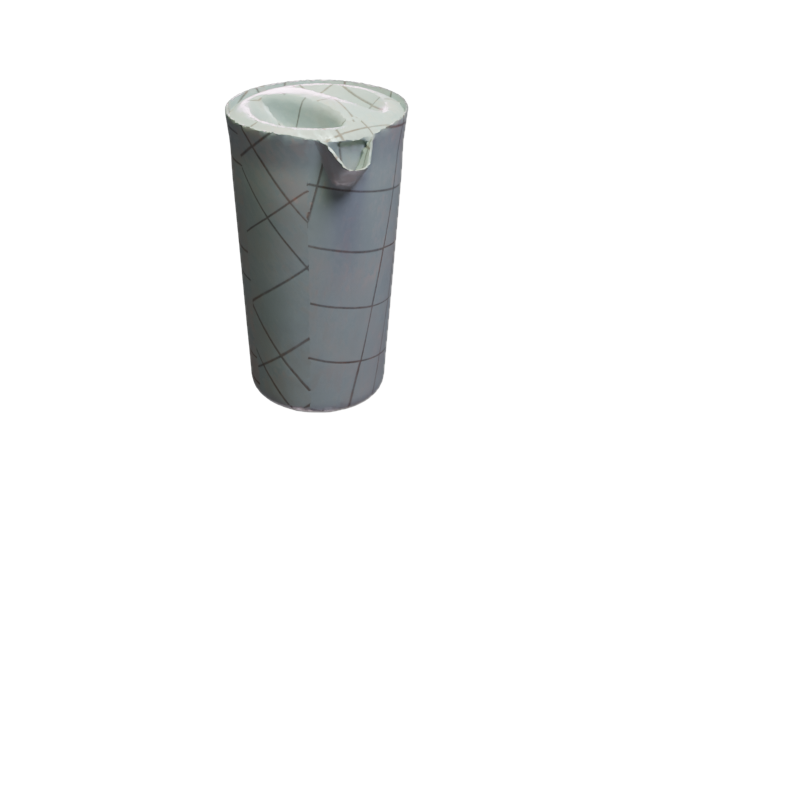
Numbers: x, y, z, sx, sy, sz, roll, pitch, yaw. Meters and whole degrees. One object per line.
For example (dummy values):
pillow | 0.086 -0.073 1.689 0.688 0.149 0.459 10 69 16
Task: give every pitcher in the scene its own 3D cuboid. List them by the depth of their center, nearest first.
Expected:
pitcher | -0.067 -0.123 0.862 0.150 0.229 0.153 12 30 19
